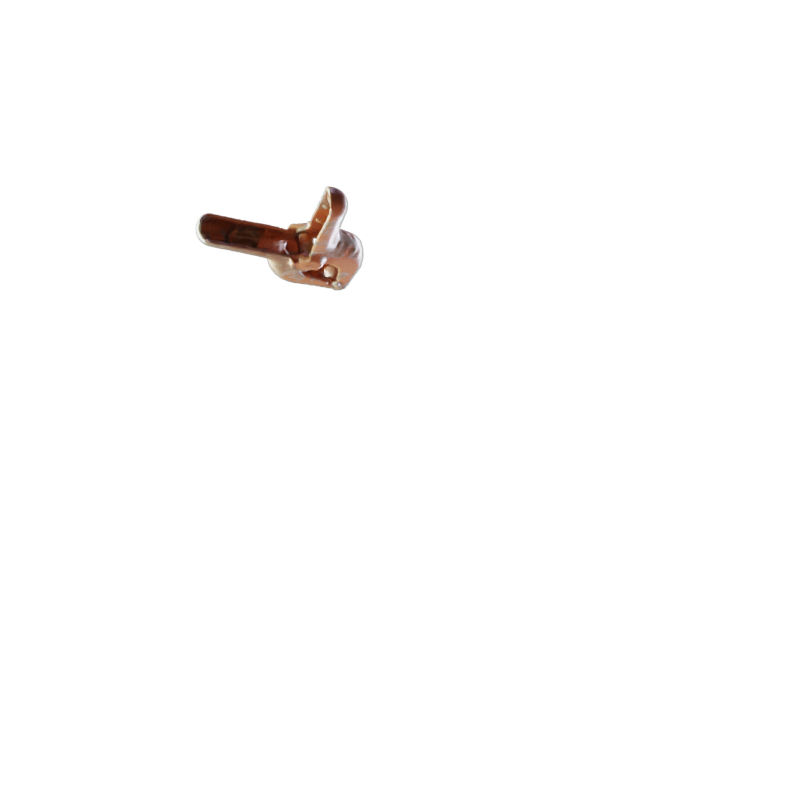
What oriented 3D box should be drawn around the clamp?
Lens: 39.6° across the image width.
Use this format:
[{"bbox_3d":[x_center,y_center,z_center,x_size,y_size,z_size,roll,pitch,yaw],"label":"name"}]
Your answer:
[{"bbox_3d":[-0.069,-0.126,0.885,0.123,0.040,0.162,-5,-10,27],"label":"clamp"}]
